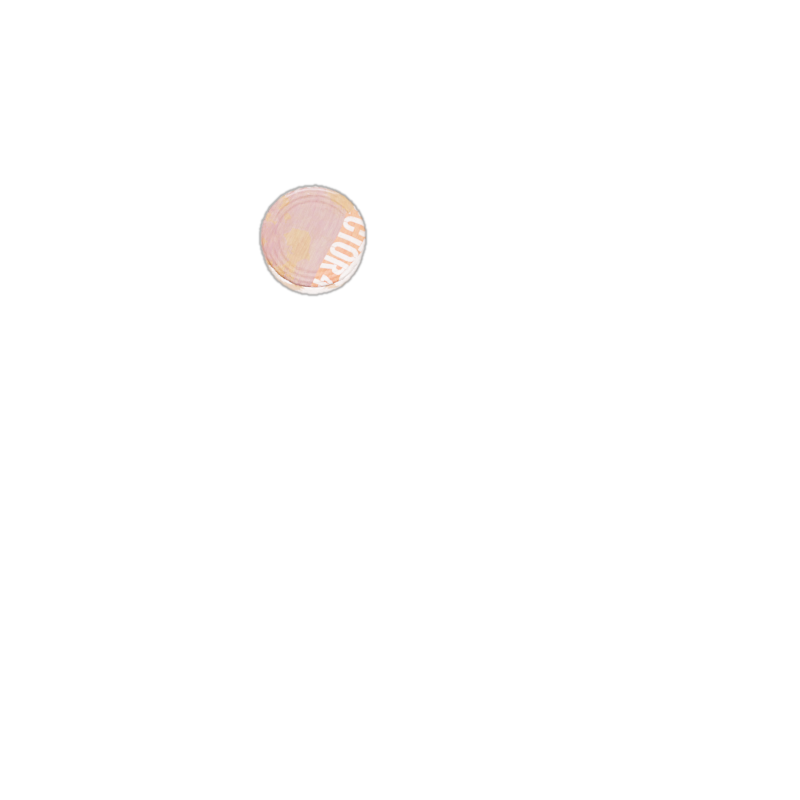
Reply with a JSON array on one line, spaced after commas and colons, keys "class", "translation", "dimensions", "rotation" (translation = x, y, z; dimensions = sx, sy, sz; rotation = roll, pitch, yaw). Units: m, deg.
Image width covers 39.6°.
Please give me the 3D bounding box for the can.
[{"class": "can", "translation": [-0.071, -0.129, 0.907], "dimensions": [0.086, 0.089, 0.032], "rotation": [0, -13, -1]}]
